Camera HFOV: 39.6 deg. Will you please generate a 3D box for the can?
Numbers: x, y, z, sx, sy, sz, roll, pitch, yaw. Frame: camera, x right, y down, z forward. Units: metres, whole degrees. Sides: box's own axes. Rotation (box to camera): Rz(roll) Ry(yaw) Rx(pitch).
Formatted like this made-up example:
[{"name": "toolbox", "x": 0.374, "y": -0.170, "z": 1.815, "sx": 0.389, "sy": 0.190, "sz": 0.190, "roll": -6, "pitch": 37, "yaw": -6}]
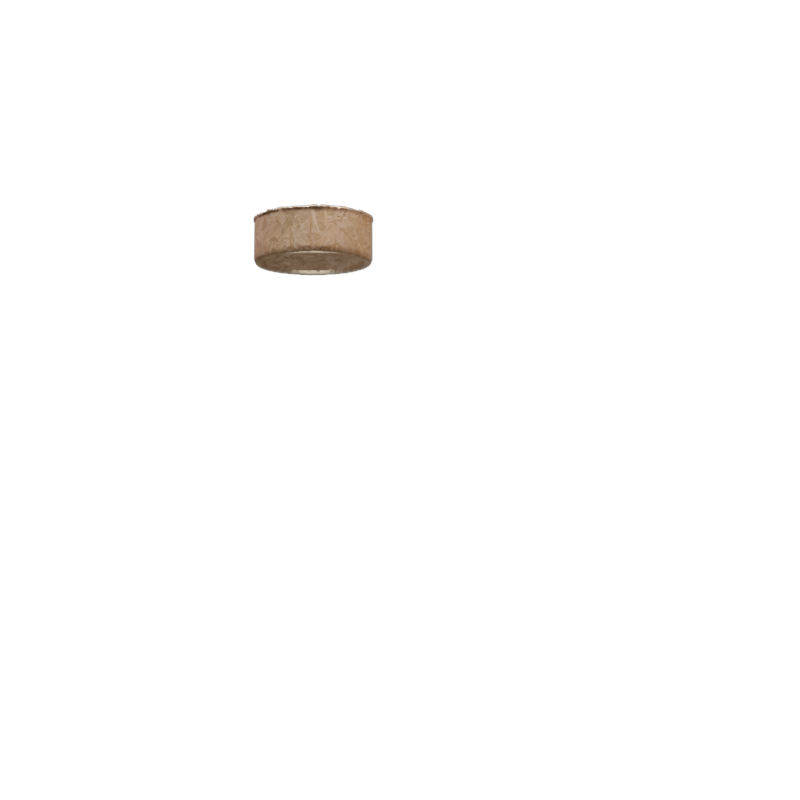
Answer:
[{"name": "can", "x": -0.062, "y": -0.113, "z": 0.790, "sx": 0.086, "sy": 0.034, "sz": 0.084, "roll": 0, "pitch": -6, "yaw": -2}]
